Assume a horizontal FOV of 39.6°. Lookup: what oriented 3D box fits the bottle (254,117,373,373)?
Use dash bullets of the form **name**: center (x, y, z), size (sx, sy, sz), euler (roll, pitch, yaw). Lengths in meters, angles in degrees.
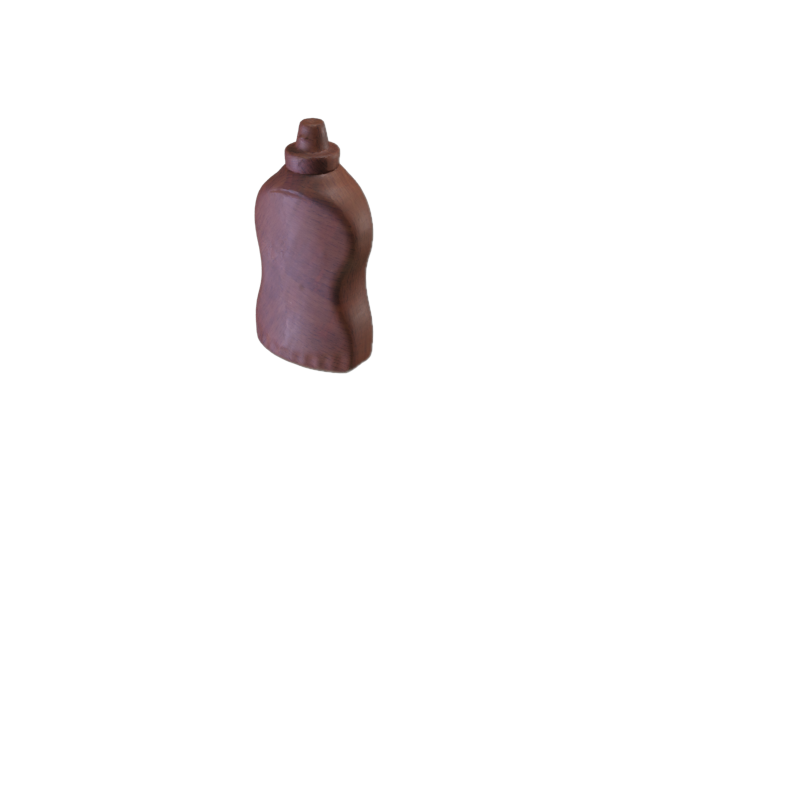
- **bottle**: center (-0.066, -0.120, 0.839), size (0.101, 0.181, 0.058), euler (20, 31, 32)
